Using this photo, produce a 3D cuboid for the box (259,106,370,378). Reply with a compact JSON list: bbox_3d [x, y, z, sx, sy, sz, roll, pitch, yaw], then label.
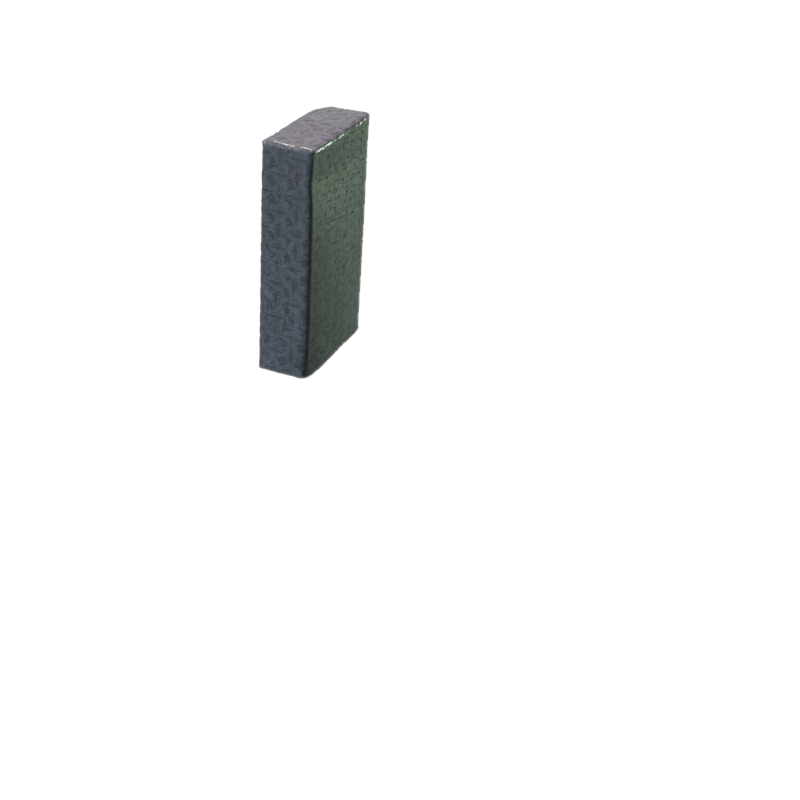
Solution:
[{"bbox_3d":[-0.062,-0.113,0.791,0.050,0.167,0.095,12,28,20],"label":"box"}]
